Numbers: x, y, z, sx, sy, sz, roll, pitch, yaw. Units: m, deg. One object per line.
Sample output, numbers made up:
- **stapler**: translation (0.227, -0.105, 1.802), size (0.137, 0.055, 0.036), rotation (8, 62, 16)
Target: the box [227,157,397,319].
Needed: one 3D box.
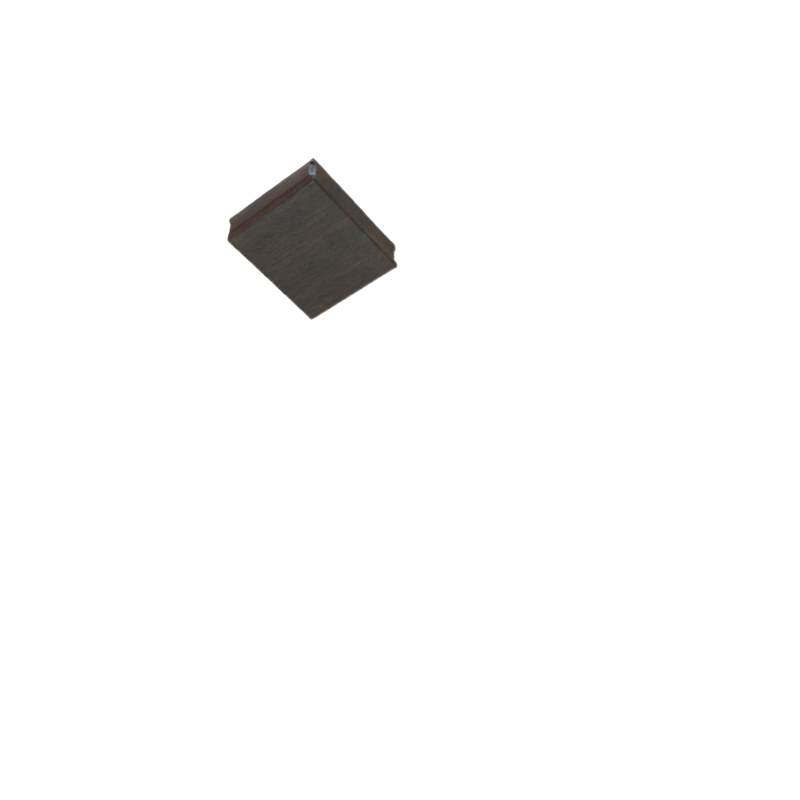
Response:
- **box**: translation (-0.057, -0.103, 0.724), size (0.073, 0.084, 0.032), rotation (-33, 31, 22)
